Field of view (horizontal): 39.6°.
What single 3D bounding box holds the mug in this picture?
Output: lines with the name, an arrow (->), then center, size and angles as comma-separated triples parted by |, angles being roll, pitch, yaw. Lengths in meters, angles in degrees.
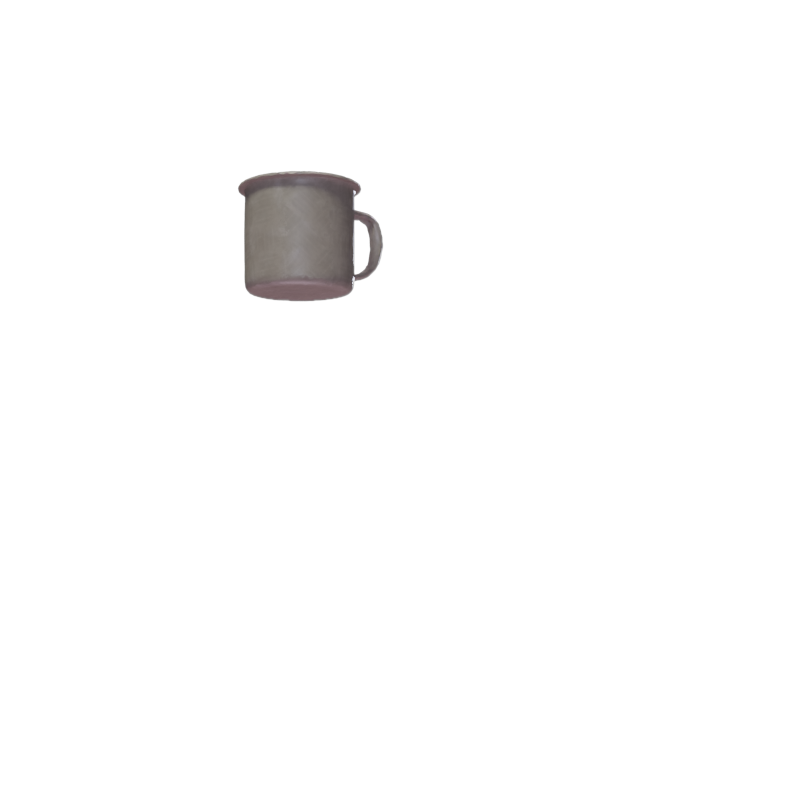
mug -> -0.065, -0.119, 0.834 | 0.112, 0.084, 0.095 | 4, -9, -32
